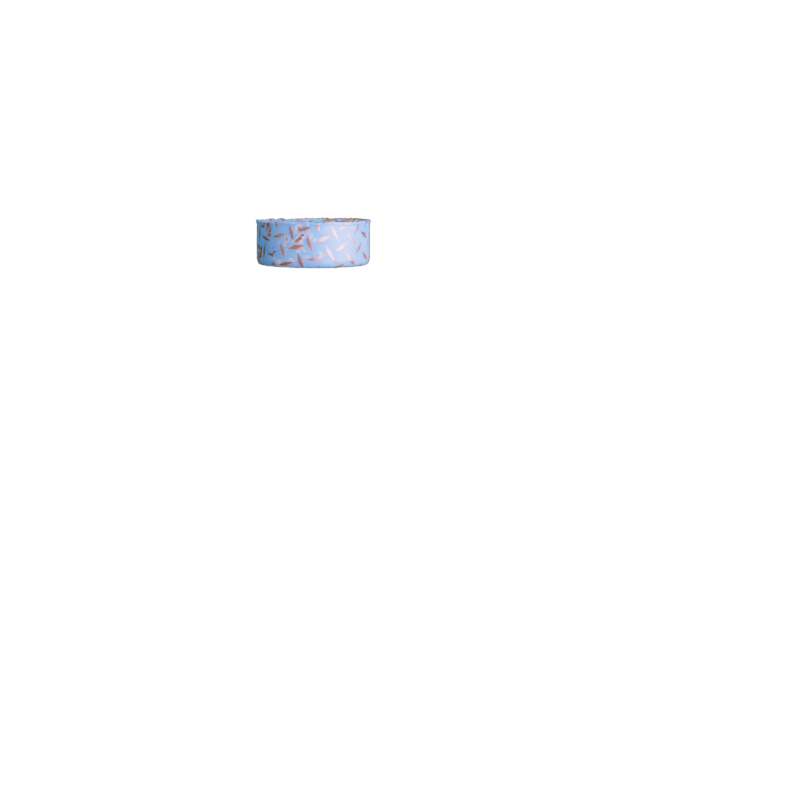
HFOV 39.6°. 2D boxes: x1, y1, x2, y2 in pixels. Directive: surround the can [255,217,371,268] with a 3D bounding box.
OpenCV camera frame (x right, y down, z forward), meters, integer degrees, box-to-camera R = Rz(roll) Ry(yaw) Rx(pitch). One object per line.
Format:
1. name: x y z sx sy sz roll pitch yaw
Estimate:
1. can: -0.065 -0.118 0.825 0.086 0.033 0.087 0 10 -2
